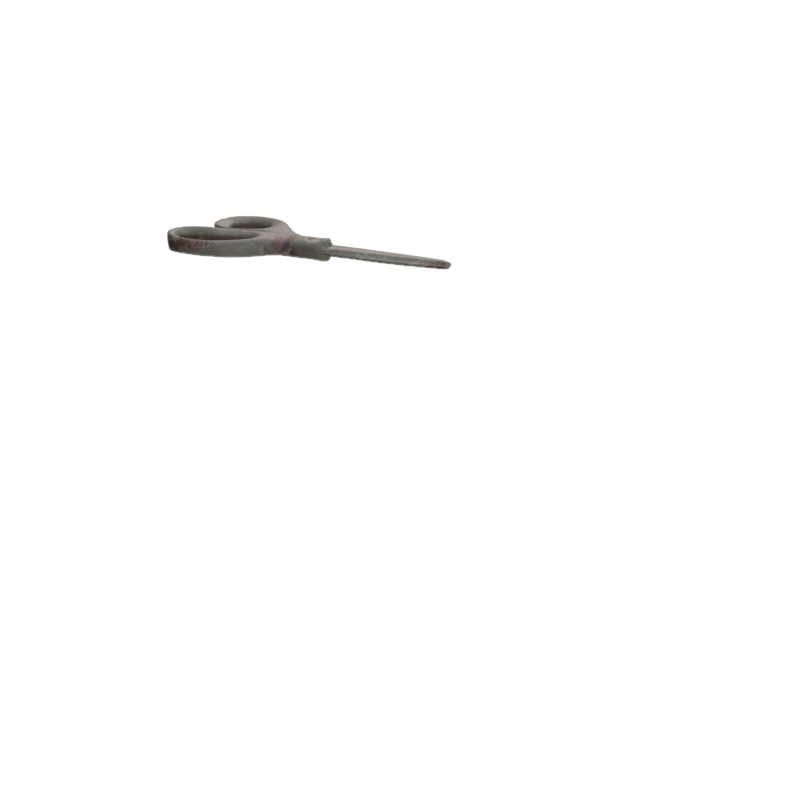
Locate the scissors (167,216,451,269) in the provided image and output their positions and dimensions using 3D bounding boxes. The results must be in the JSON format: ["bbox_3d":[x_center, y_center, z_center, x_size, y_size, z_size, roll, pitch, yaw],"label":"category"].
[{"bbox_3d":[-0.060,-0.109,0.766,0.206,0.015,0.098,5,21,12],"label":"scissors"}]
